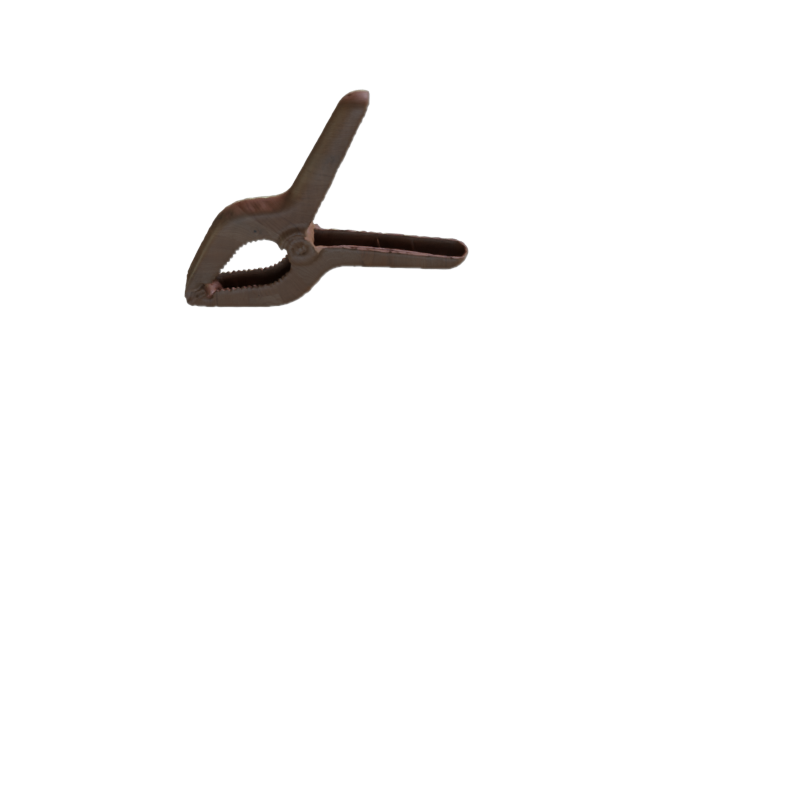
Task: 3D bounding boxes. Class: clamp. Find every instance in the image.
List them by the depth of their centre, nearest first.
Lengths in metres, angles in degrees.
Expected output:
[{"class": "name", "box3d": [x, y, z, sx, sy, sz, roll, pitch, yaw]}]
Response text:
[{"class": "clamp", "box3d": [-0.065, -0.118, 0.824, 0.209, 0.154, 0.039, -30, 32, 21]}]
